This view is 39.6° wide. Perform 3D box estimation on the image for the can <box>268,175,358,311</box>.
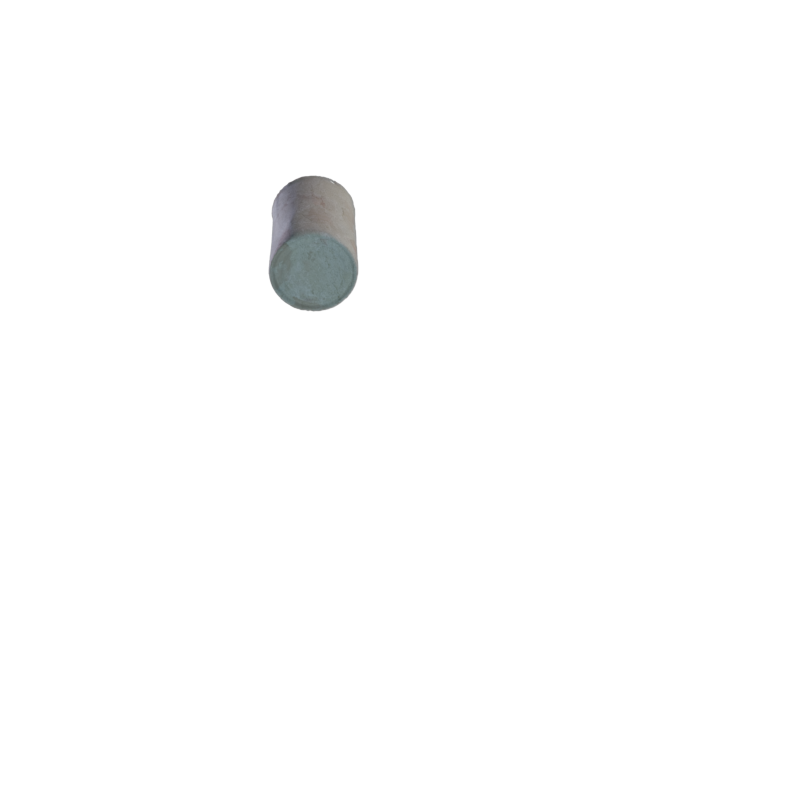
[{"bbox_3d":[-0.067,-0.122,0.855,0.068,0.064,0.109,-1,32,-3],"label":"can"}]
